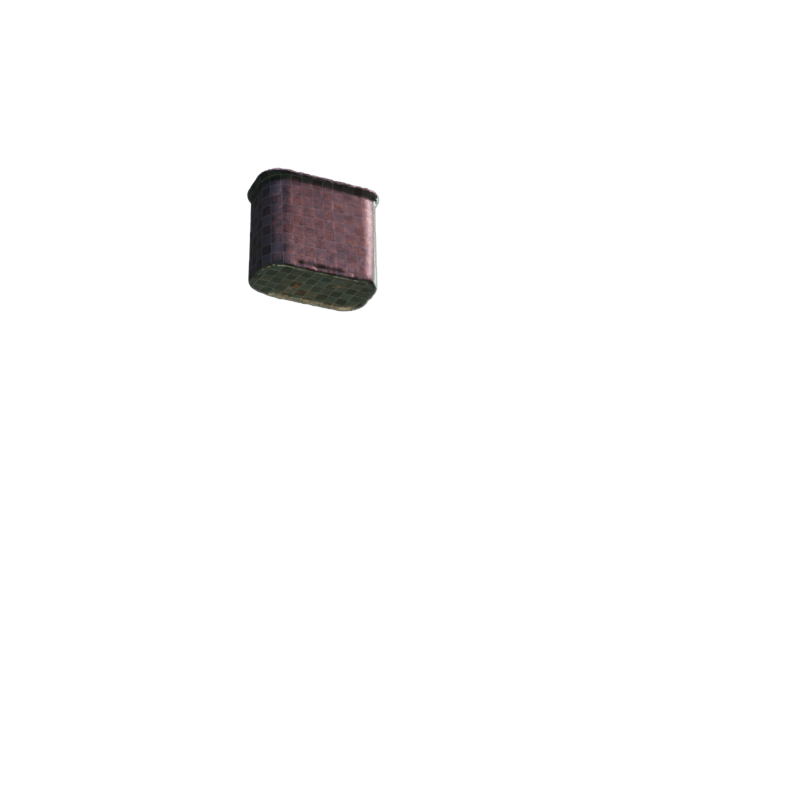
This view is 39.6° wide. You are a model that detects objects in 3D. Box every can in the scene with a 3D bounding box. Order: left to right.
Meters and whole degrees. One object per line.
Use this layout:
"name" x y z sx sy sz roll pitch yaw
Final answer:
"can" -0.067 -0.122 0.853 0.098 0.089 0.056 10 -30 -22
